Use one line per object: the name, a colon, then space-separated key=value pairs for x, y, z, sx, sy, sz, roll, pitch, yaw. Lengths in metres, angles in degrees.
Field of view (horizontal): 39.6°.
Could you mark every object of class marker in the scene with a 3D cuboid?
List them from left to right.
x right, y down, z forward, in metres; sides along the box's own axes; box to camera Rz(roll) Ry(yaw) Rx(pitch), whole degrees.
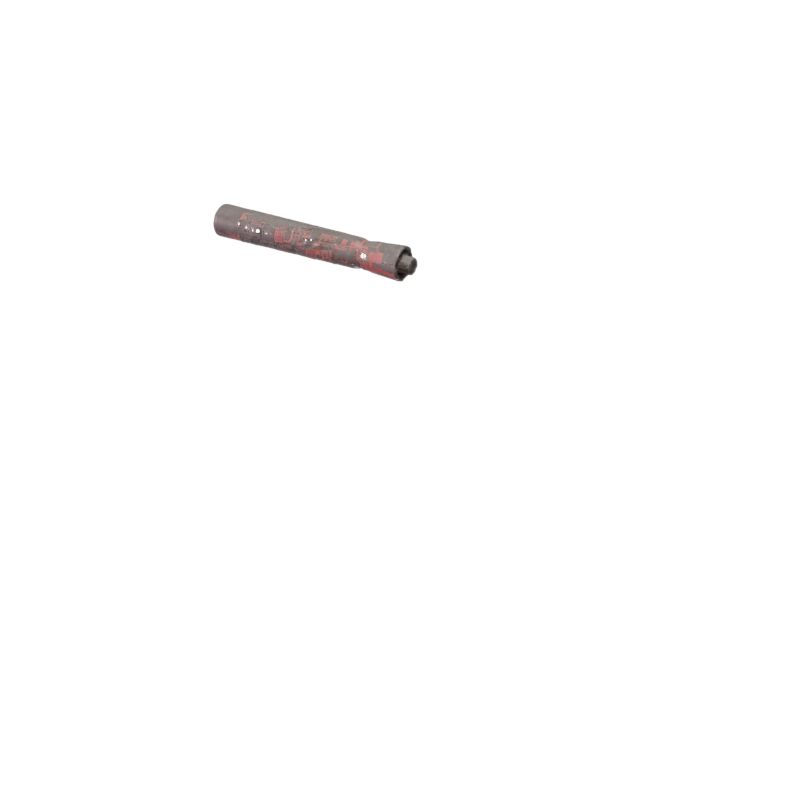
marker: x=-0.046 y=-0.085 z=0.593 sx=0.127 sy=0.019 sz=0.019 roll=17 pitch=12 yaw=28
